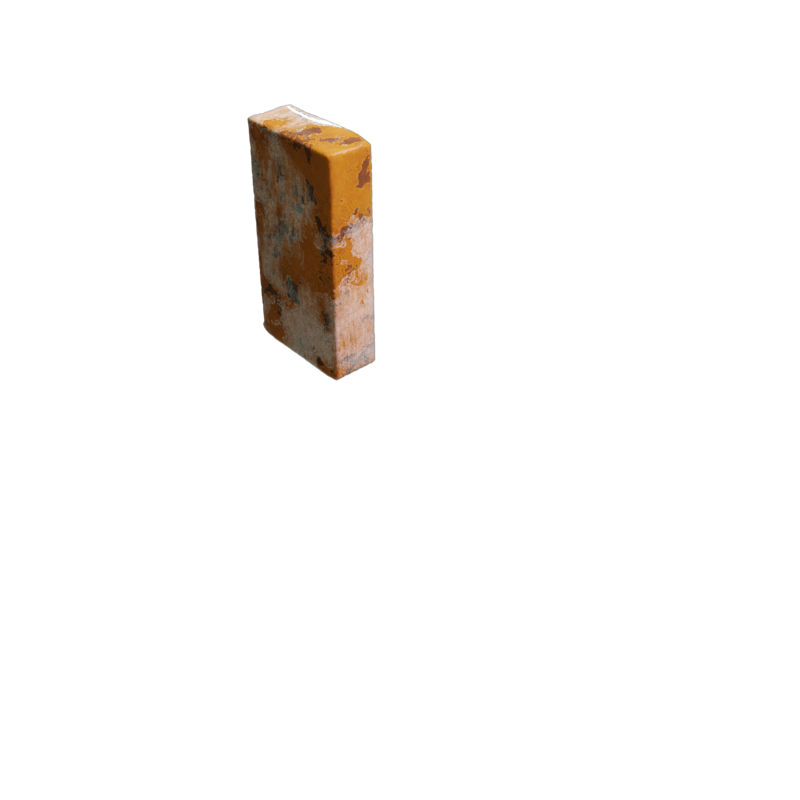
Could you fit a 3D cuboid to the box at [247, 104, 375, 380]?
[{"bbox_3d":[-0.061,-0.112,0.786,0.047,0.166,0.100,-21,37,-34],"label":"box"}]
